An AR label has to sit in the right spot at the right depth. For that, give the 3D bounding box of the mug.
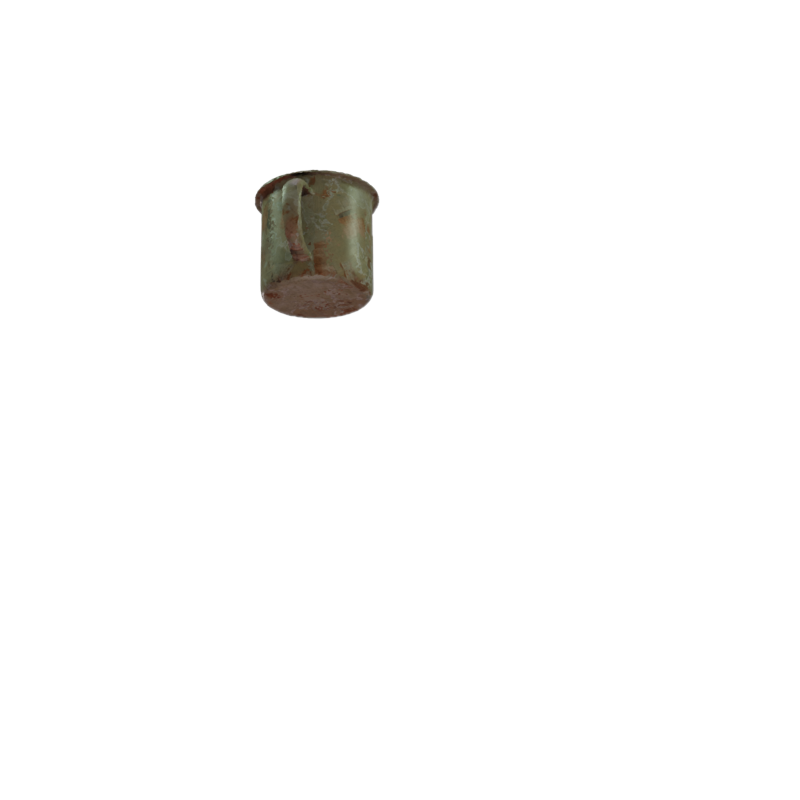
[{"bbox_3d":[-0.063,-0.114,0.799,0.094,0.086,0.110,-5,-22,9],"label":"mug"}]
